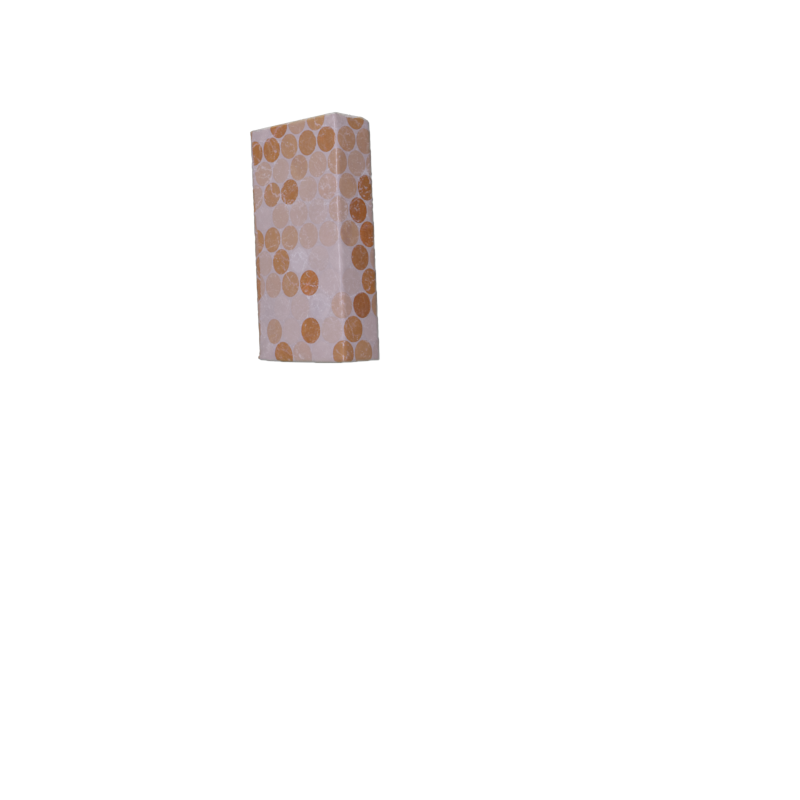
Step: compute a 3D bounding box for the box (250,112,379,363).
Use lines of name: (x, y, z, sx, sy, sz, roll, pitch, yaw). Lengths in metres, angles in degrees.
box: (-0.063, -0.116, 0.814, 0.096, 0.178, 0.046, -4, -6, 43)
